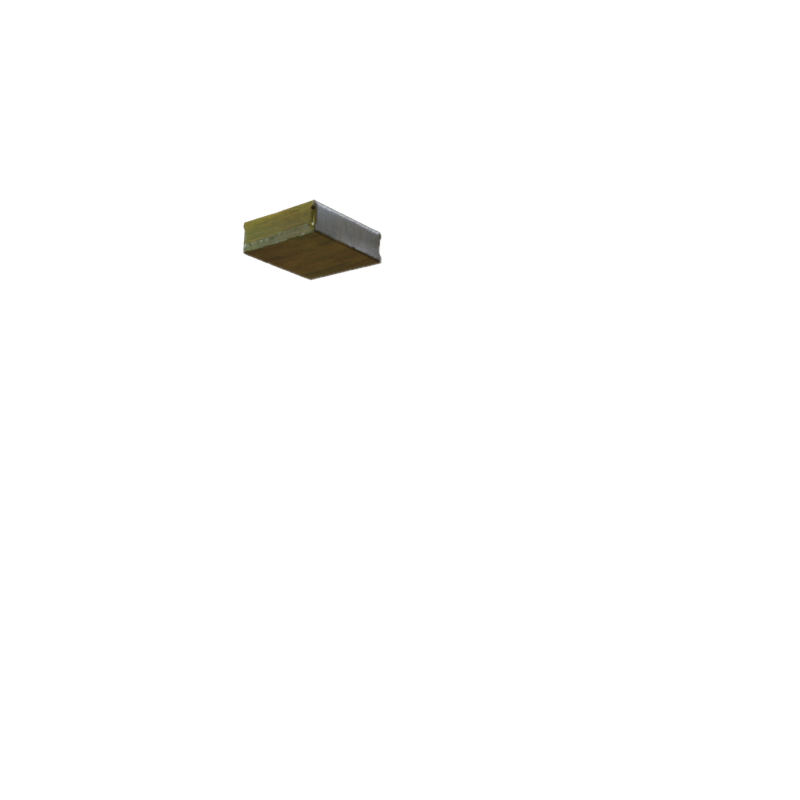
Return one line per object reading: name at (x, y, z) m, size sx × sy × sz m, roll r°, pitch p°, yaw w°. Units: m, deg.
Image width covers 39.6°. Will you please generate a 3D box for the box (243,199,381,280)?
box at (-0.069, -0.126, 0.879) m, size 0.075 × 0.031 × 0.084 m, roll -11°, pitch -18°, yaw 36°
